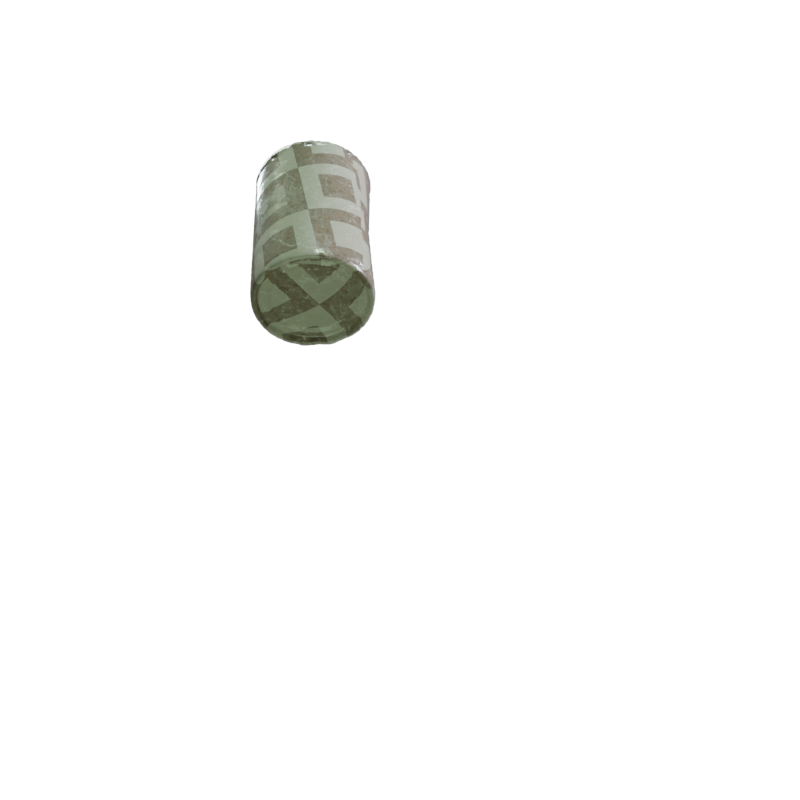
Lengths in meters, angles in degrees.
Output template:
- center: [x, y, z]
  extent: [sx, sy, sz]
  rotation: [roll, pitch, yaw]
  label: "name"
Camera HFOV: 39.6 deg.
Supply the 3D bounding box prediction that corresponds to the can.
- center: [-0.048, -0.088, 0.619]
  extent: [0.068, 0.064, 0.110]
  rotation: [-1, 44, -3]
  label: "can"
